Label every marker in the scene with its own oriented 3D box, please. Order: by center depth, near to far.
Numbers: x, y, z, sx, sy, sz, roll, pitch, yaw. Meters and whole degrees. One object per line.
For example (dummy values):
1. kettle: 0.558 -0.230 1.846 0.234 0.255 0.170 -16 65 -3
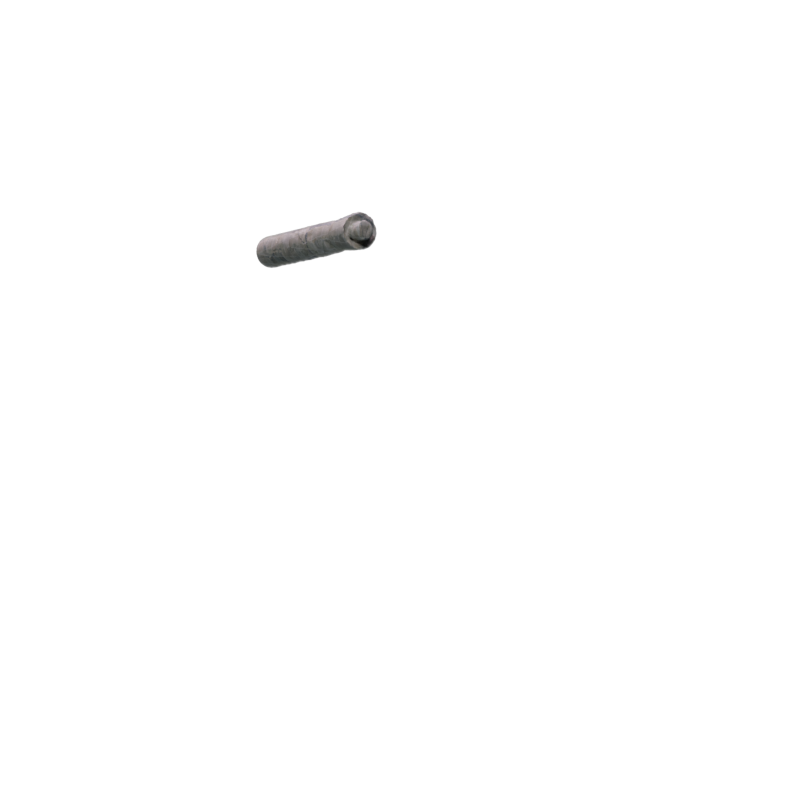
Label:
1. marker: -0.046 -0.085 0.594 0.019 0.020 0.124 -2 2 -28
